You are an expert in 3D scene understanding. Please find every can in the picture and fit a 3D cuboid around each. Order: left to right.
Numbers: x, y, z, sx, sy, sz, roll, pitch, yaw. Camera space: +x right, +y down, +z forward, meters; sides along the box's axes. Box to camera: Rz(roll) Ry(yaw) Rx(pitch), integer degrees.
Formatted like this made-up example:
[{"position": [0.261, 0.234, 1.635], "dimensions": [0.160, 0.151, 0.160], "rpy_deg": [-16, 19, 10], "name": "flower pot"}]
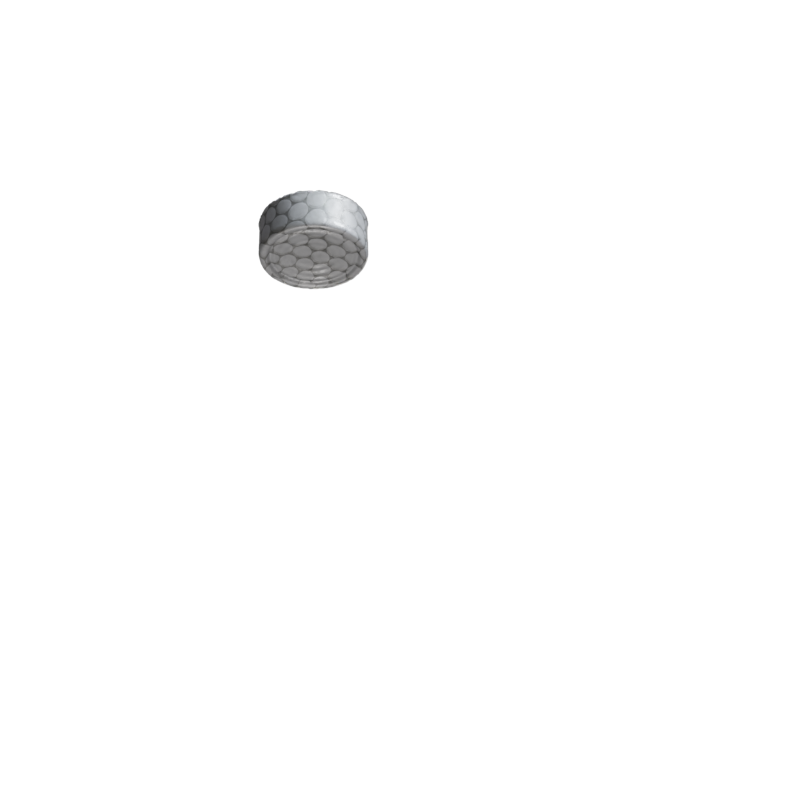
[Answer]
[{"position": [-0.067, -0.123, 0.859], "dimensions": [0.086, 0.036, 0.080], "rpy_deg": [1, -33, -2], "name": "can"}]
